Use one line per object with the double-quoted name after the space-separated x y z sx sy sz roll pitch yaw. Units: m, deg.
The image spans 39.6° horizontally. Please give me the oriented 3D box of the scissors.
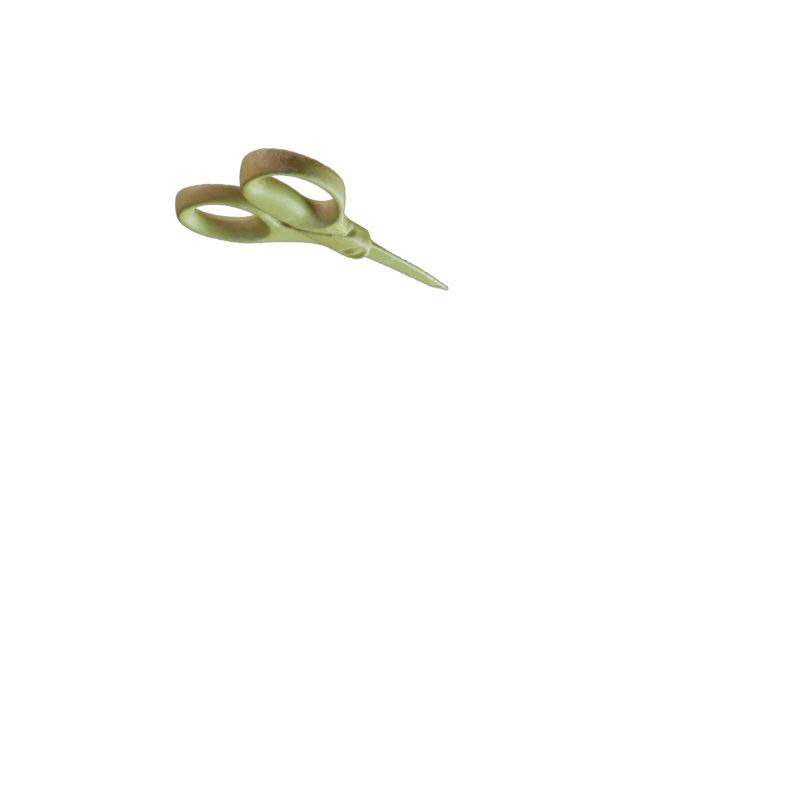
-0.047 -0.086 0.600 0.098 0.016 0.189 -5 -16 19 "scissors"
